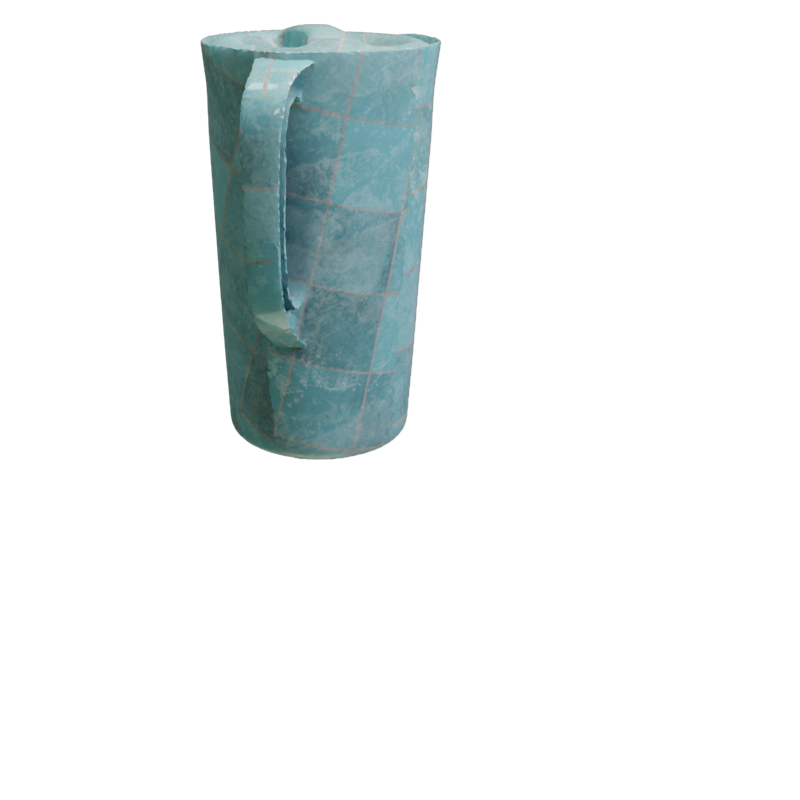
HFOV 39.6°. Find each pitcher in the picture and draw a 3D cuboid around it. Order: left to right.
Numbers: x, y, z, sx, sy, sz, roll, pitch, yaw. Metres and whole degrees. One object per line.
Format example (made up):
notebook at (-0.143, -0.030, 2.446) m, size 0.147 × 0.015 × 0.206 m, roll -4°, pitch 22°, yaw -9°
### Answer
pitcher at (-0.050, -0.091, 0.637) m, size 0.146 × 0.234 × 0.154 m, roll -10°, pitch 21°, yaw -31°
